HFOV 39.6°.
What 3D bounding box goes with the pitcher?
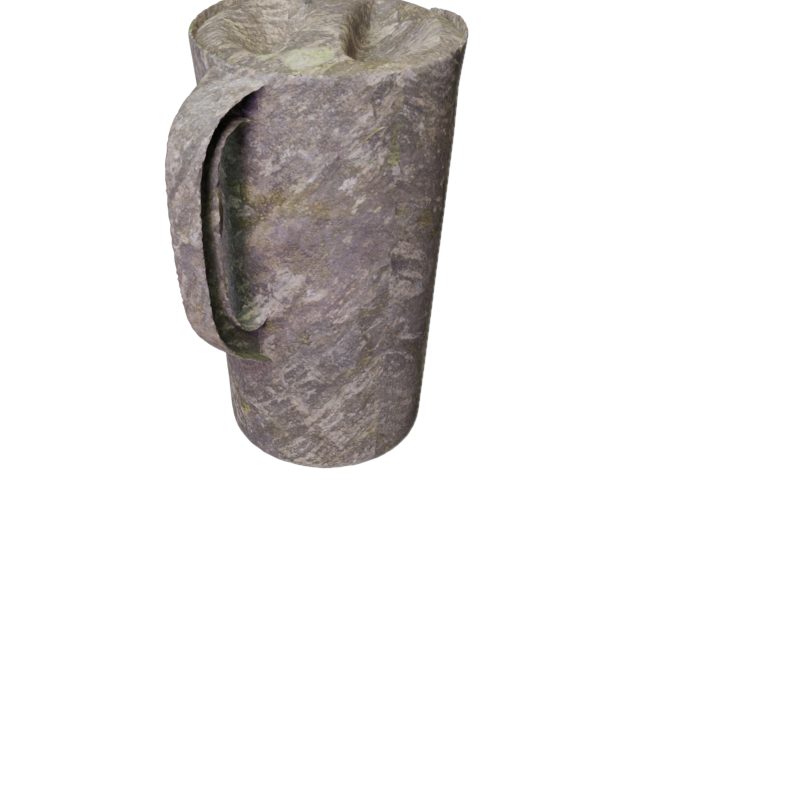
[{"bbox_3d":[-0.045,-0.083,0.578,0.148,0.228,0.156,-4,33,-10],"label":"pitcher"}]
